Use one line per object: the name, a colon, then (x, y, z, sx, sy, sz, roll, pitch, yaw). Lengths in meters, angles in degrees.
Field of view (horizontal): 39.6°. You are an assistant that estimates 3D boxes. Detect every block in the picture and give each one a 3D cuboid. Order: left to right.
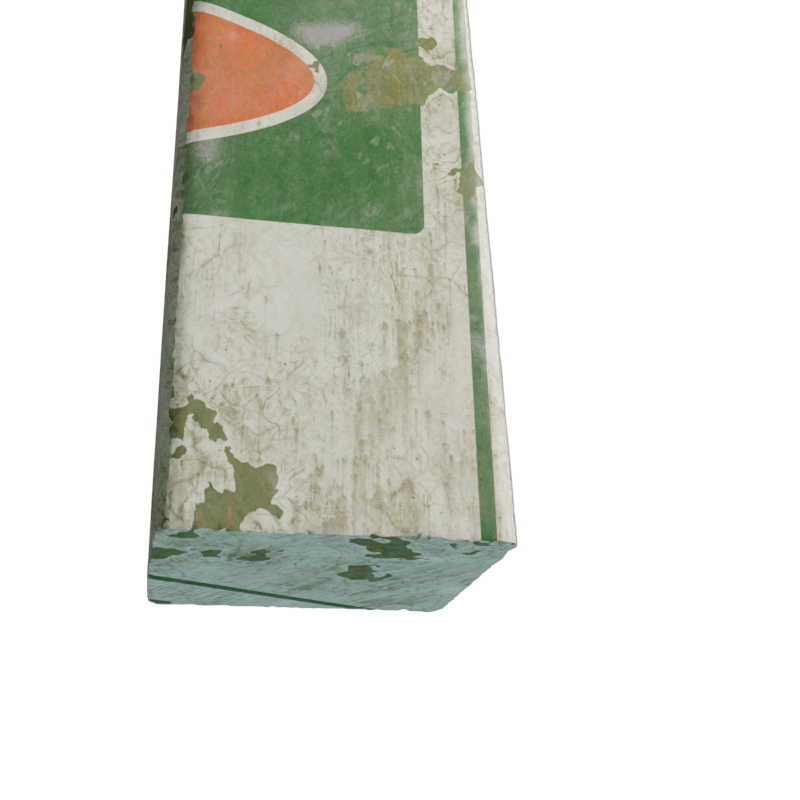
block: (-0.027, -0.050, 0.347, 0.089, 0.219, 0.086, 3, -27, -10)
